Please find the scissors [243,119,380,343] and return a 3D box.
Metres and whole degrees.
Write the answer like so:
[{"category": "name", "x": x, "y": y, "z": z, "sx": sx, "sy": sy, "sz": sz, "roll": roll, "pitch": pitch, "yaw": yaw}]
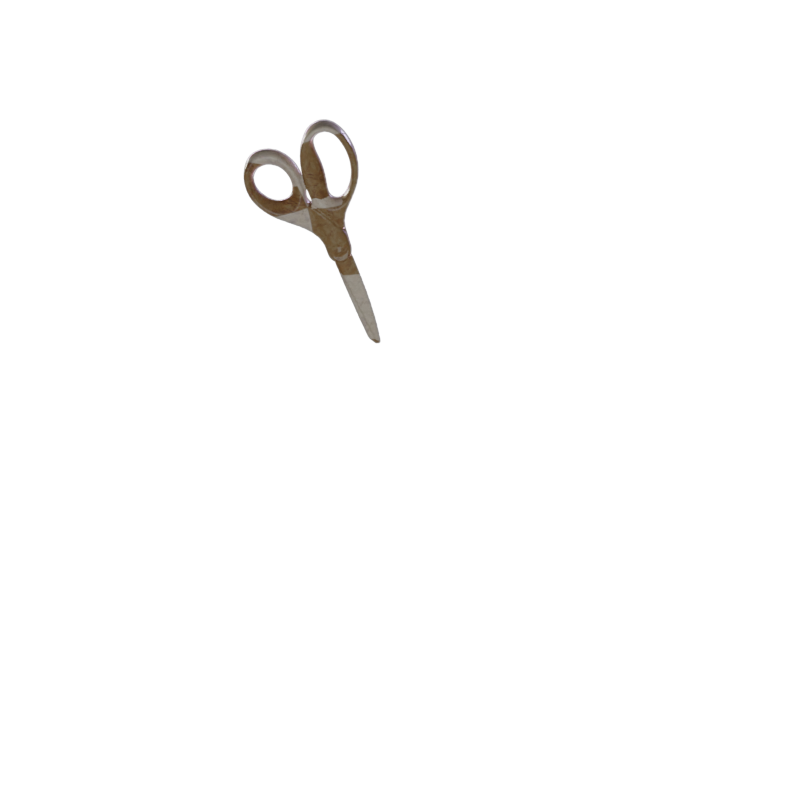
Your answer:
[{"category": "scissors", "x": -0.068, "y": -0.124, "z": 0.867, "sx": 0.096, "sy": 0.189, "sz": 0.017, "roll": -2, "pitch": 32, "yaw": 1}]
